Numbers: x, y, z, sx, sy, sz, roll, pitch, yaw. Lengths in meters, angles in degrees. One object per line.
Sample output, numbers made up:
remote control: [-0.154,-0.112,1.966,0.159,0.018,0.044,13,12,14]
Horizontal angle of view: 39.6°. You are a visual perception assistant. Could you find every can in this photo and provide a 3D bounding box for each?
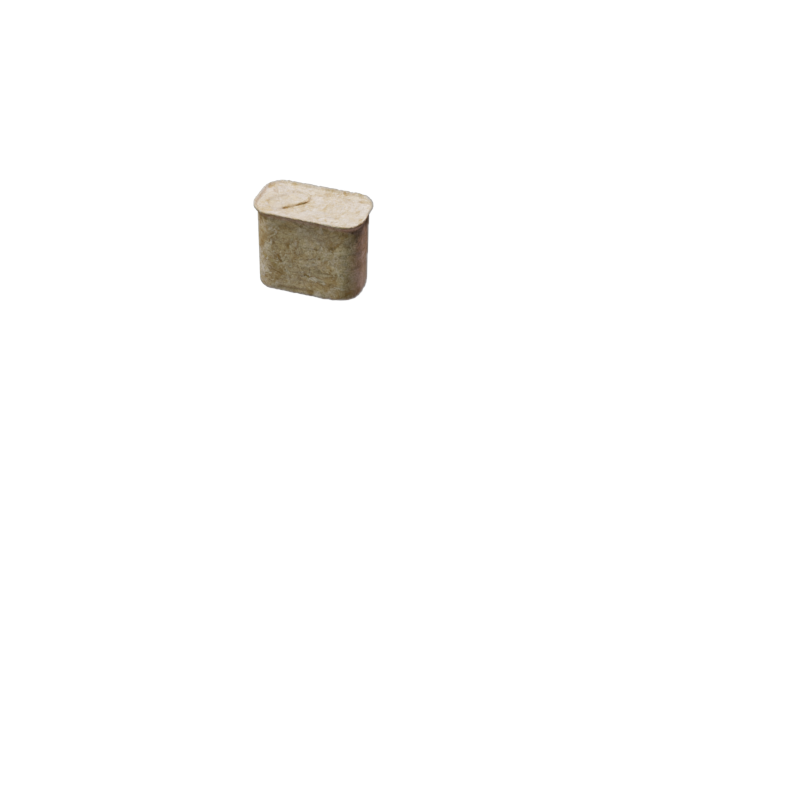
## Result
can: [-0.077,-0.141,0.986,0.105,0.078,0.060,13,39,14]
